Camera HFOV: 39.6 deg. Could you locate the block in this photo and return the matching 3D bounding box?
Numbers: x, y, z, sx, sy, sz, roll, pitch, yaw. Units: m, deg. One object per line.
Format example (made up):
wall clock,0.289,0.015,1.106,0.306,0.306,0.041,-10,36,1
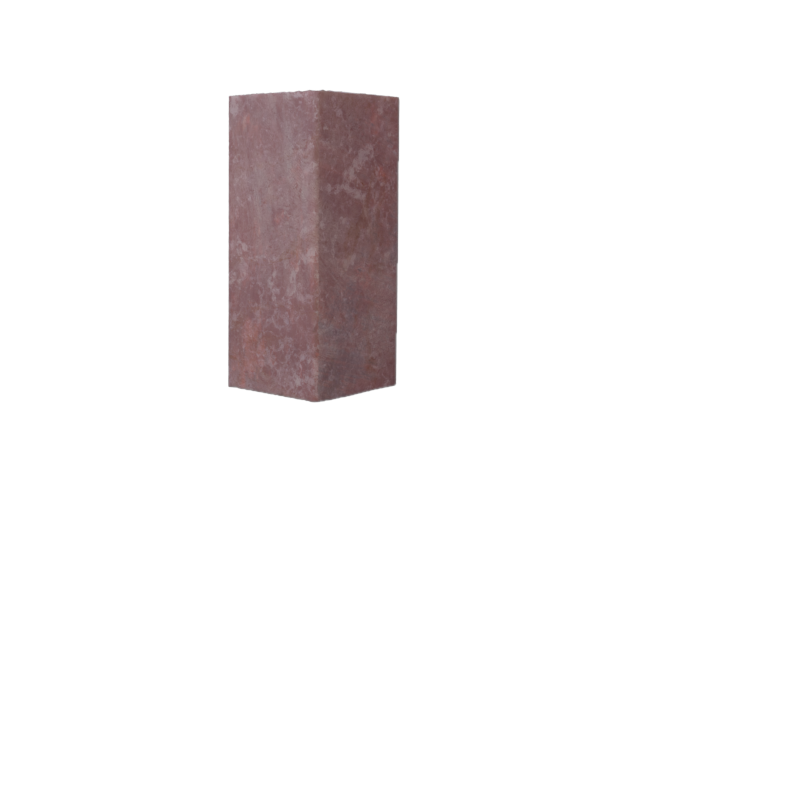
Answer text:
block,-0.061,-0.112,0.785,0.095,0.204,0.087,4,6,40
